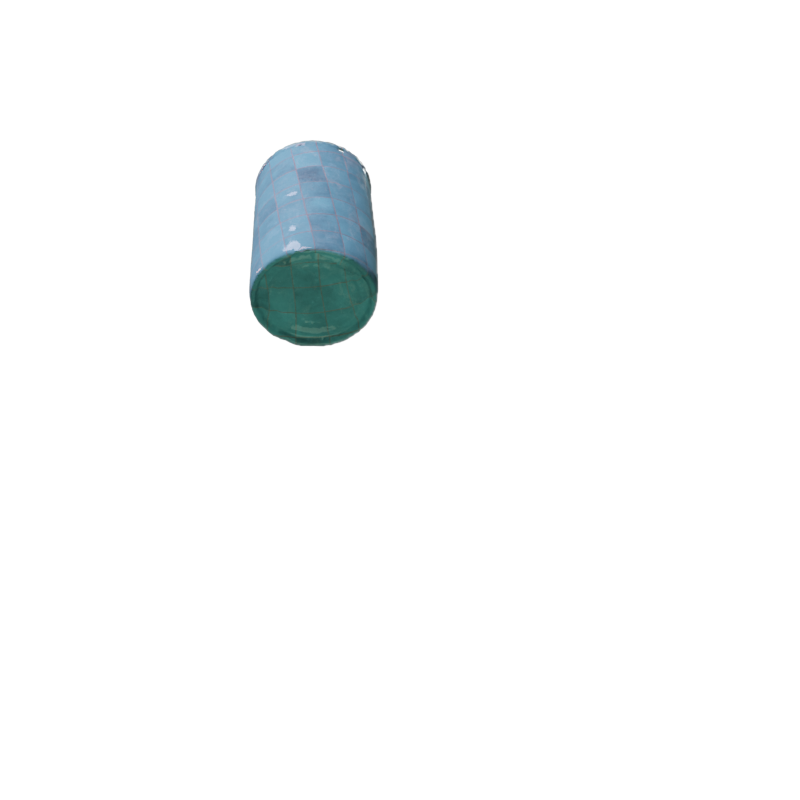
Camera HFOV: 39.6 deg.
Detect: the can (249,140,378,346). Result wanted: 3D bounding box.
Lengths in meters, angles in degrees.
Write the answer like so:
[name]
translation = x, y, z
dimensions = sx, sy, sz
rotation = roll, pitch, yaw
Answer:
[can]
translation = -0.047, -0.087, 0.606
dimensions = 0.068, 0.064, 0.110
rotation = -1, 41, -3
